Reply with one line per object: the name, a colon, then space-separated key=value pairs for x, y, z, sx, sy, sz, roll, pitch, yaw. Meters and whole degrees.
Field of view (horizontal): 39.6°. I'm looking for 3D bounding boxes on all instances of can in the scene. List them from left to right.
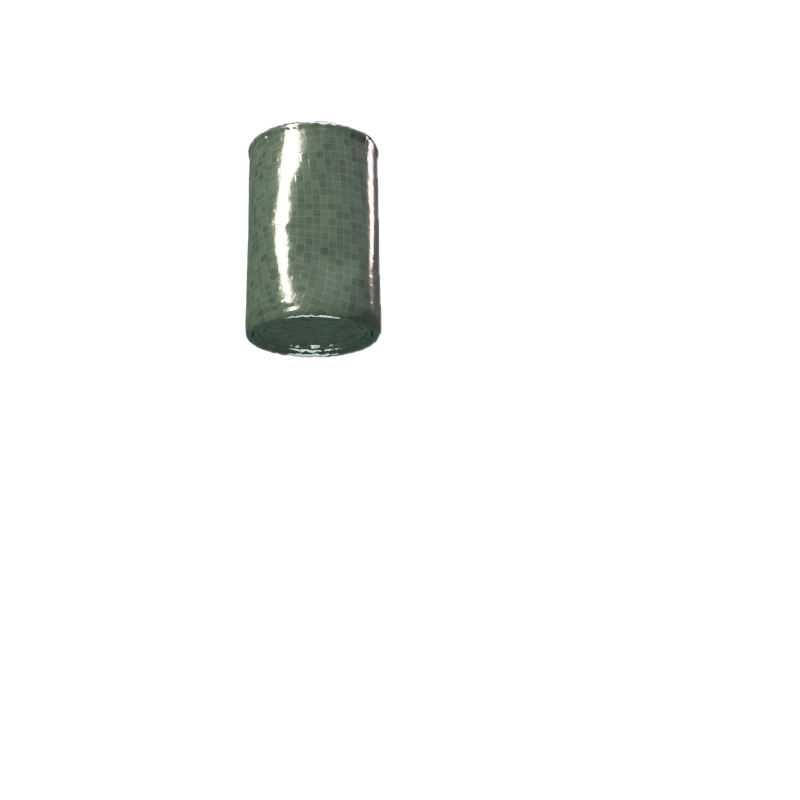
can: x=-0.044 y=-0.080 z=0.558 sx=0.068 sy=0.107 sz=0.065 roll=0 pitch=-20 yaw=-2
